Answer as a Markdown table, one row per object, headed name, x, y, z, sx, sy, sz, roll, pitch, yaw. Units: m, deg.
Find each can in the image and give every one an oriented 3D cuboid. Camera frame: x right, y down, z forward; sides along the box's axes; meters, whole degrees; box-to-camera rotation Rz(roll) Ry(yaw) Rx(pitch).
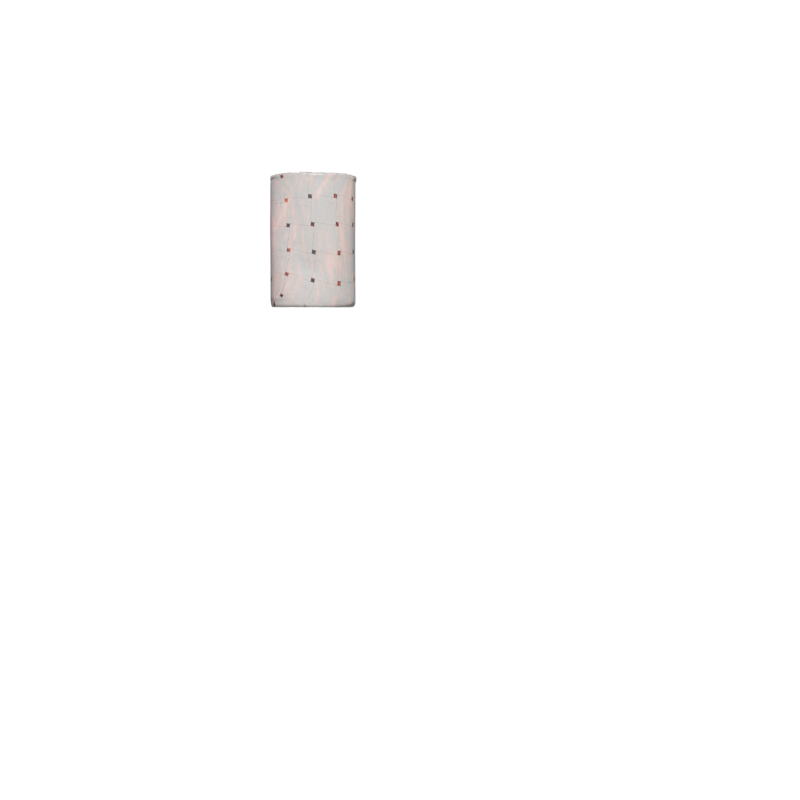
| name | x | y | z | sx | sy | sz | roll | pitch | yaw |
| --- | --- | --- | --- | --- | --- | --- | --- | --- | --- |
| can | -0.068 | -0.123 | 0.864 | 0.068 | 0.103 | 0.068 | 0 | -1 | -2 |
